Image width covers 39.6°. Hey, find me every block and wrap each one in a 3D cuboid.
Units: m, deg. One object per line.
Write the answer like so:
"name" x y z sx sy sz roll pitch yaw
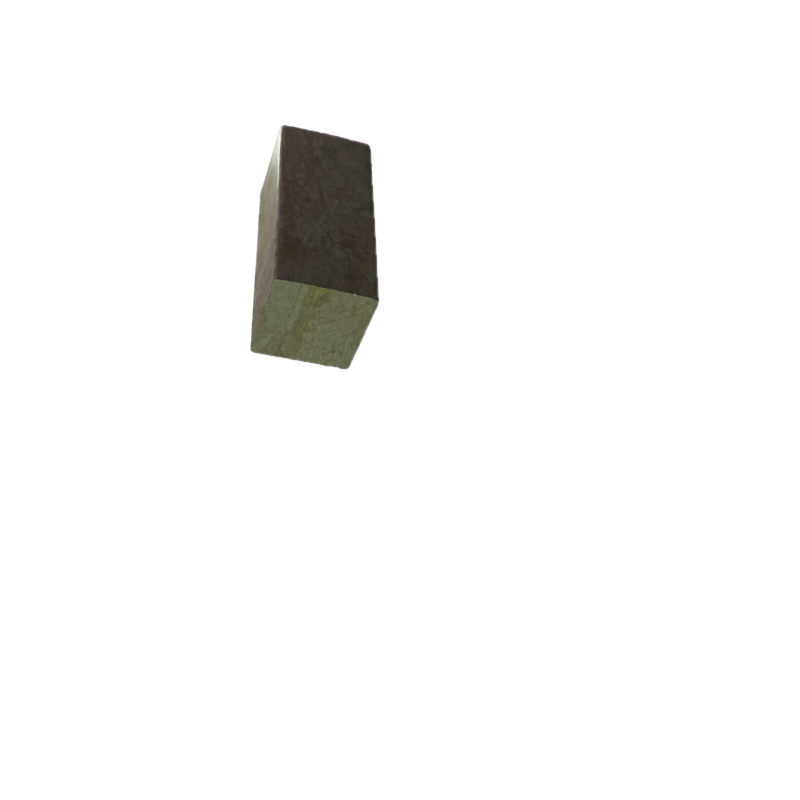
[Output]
"block" -0.076 -0.141 0.985 0.088 0.221 0.086 10 -45 -14
